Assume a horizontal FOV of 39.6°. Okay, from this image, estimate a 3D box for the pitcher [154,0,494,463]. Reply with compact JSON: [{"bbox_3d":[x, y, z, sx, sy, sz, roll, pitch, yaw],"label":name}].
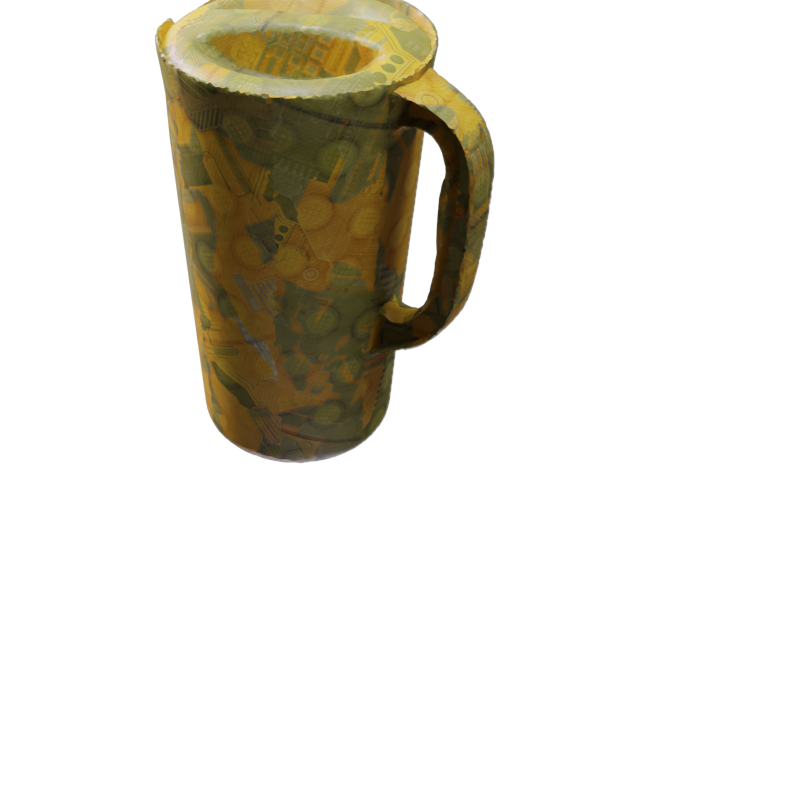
[{"bbox_3d":[-0.045,-0.083,0.578,0.143,0.227,0.161,-5,39,-10],"label":"pitcher"}]
